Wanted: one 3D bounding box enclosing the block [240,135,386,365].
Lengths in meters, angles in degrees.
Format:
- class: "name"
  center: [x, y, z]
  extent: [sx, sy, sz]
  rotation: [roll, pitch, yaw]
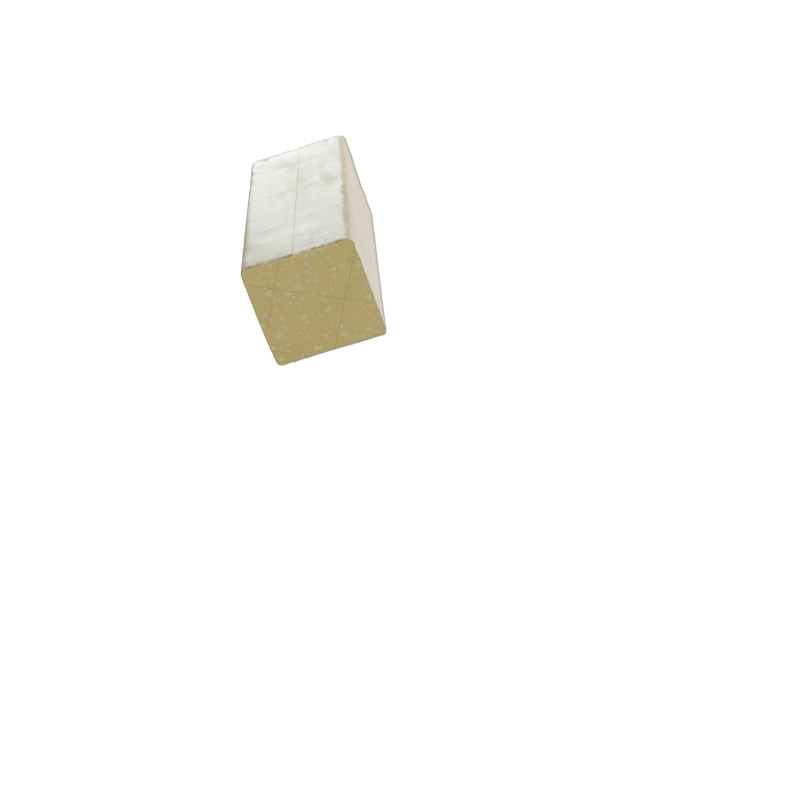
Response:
- class: "block"
  center: [-0.072, -0.131, 0.917]
  extent: [0.091, 0.084, 0.219]
  rotation: [-17, 32, 7]
